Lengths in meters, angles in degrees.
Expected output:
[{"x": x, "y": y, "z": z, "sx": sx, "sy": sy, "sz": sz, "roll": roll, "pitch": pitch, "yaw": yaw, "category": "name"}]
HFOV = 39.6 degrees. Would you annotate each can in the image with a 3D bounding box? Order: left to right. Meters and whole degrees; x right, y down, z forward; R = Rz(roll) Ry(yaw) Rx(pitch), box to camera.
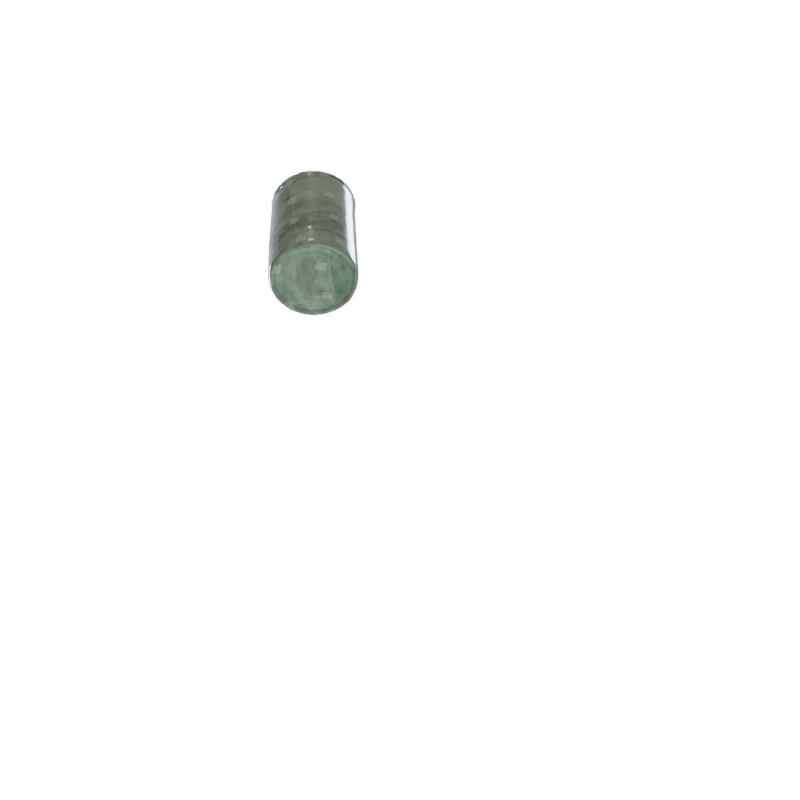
[{"x": -0.067, "y": -0.122, "z": 0.855, "sx": 0.068, "sy": 0.064, "sz": 0.109, "roll": -1, "pitch": 39, "yaw": -3, "category": "can"}]
